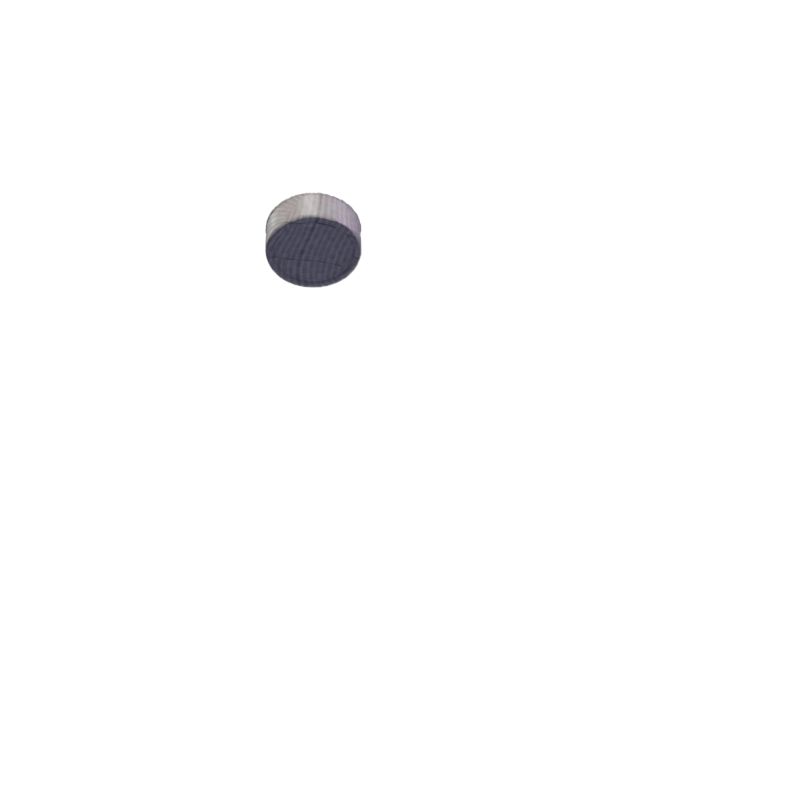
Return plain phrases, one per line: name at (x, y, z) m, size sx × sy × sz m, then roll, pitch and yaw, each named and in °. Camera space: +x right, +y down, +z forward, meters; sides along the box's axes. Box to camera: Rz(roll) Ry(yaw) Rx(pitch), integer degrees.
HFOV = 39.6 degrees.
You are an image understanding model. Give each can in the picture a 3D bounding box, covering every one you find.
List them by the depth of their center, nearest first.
can at (-0.077, -0.140, 0.979) m, size 0.086 × 0.036 × 0.080 m, roll 1°, pitch -45°, yaw -1°
